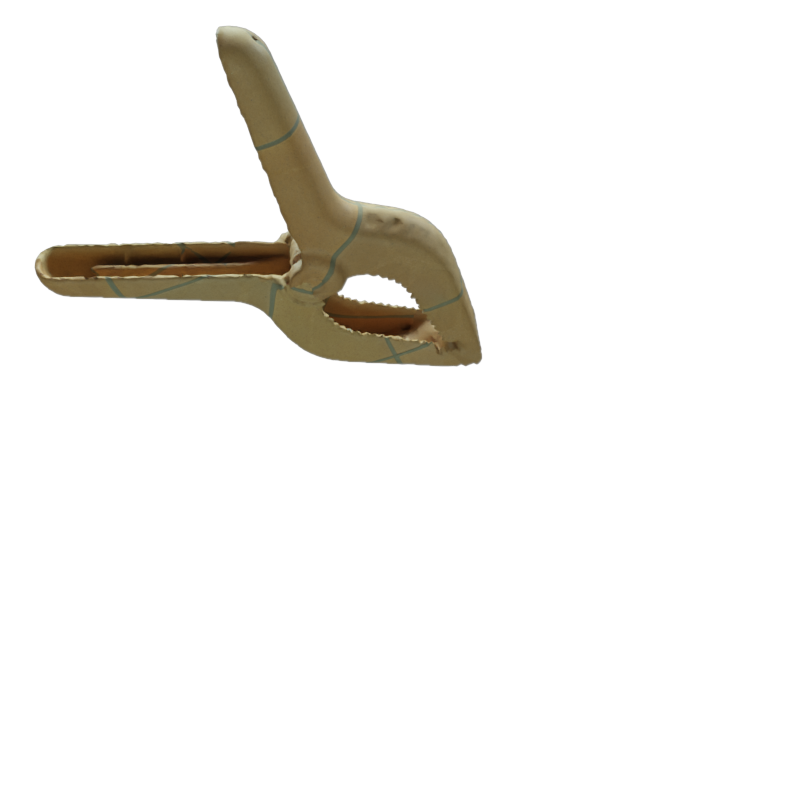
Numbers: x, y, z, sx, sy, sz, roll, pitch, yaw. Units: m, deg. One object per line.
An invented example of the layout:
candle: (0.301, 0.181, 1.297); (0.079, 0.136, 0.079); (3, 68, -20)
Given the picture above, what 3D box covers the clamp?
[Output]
clamp: (-0.039, -0.072, 0.502); (0.201, 0.039, 0.160); (21, -46, -23)
